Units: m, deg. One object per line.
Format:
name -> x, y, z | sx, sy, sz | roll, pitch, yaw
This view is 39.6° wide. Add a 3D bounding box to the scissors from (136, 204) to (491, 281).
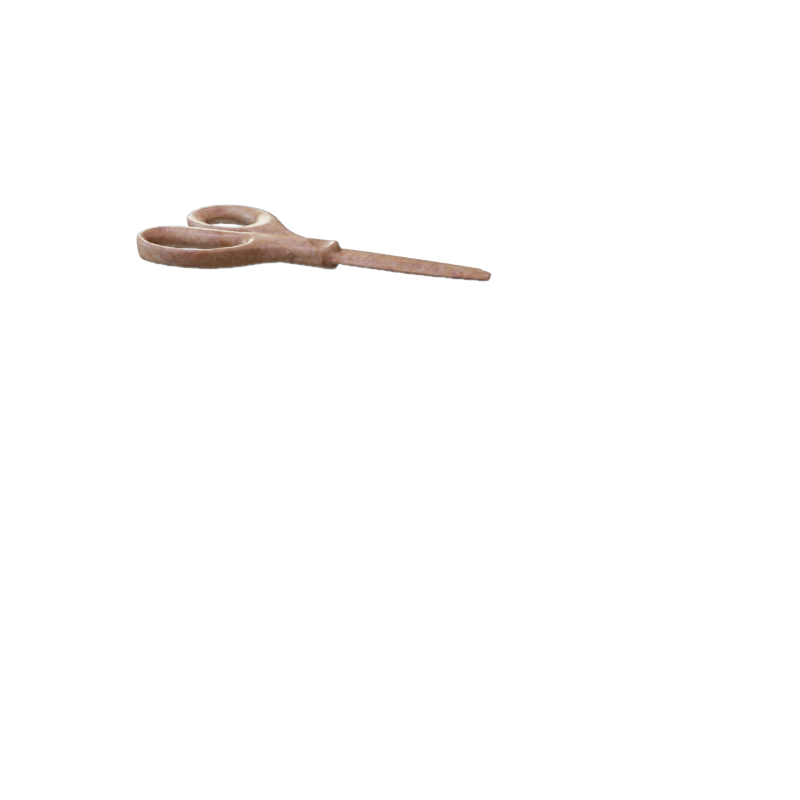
scissors -> -0.051, -0.092, 0.645 | 0.203, 0.015, 0.100 | 3, 27, 5
